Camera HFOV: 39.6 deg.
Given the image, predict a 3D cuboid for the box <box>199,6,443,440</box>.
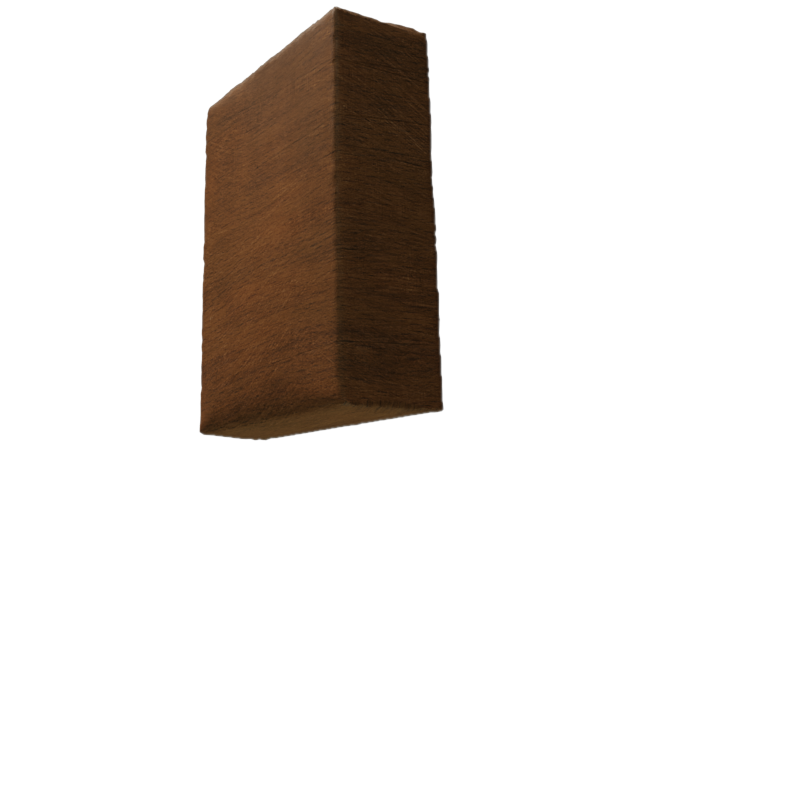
[{"bbox_3d":[-0.050,-0.091,0.641,0.069,0.222,0.166,9,-16,-33],"label":"box"}]
